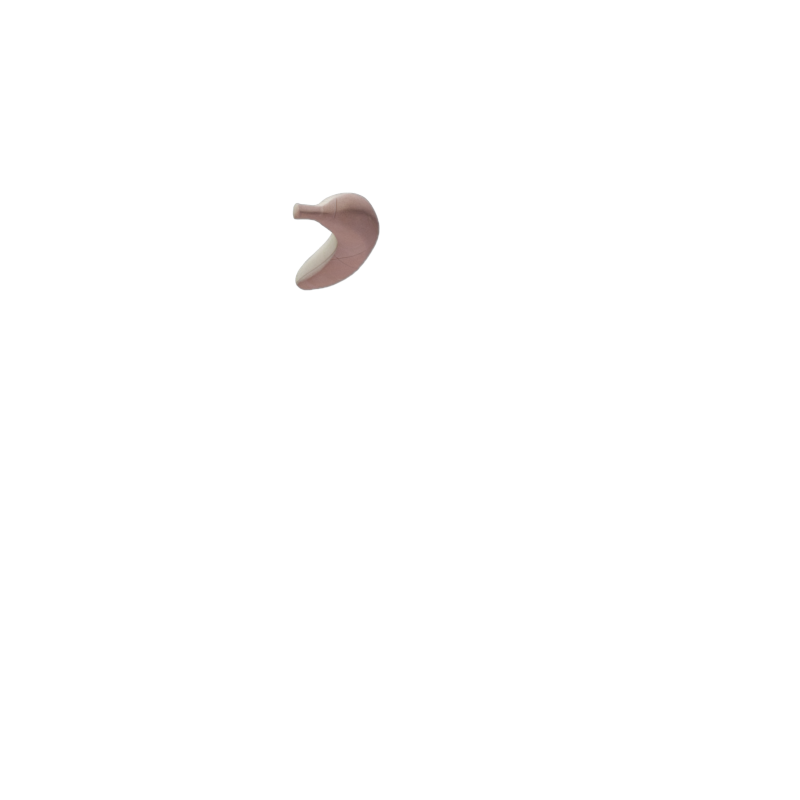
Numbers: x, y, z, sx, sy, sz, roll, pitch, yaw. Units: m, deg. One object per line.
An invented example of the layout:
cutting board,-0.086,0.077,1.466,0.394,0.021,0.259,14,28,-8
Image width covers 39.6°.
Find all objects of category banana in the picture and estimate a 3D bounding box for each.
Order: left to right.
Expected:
banana,-0.053,-0.132,0.912,0.069,0.038,0.191,1,-13,-4
